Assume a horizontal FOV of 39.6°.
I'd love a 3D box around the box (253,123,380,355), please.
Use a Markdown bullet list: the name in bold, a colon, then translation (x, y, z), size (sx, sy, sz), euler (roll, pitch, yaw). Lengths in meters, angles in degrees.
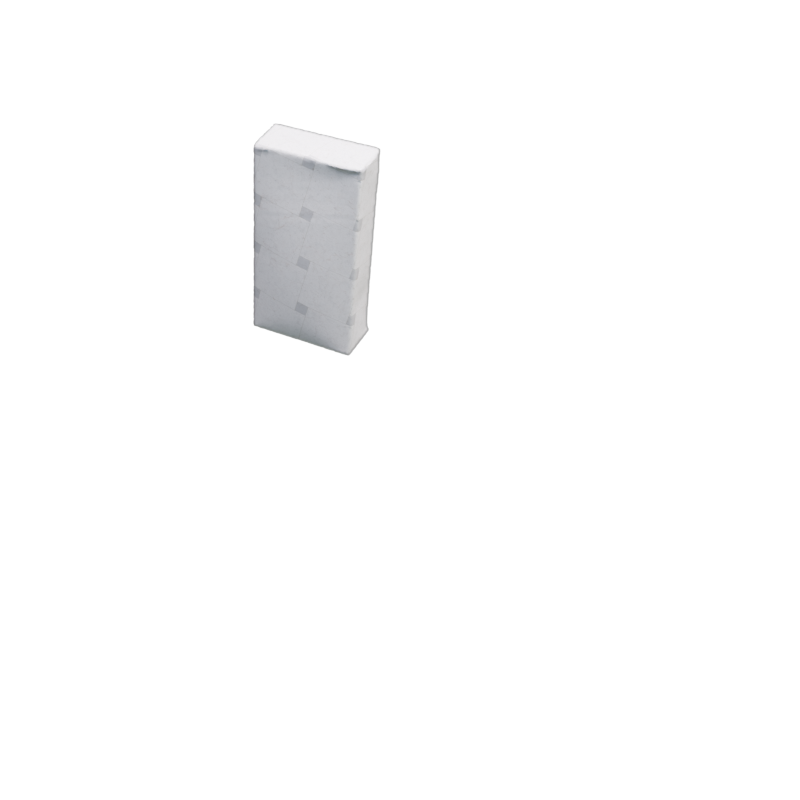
- **box**: translation (-0.070, -0.127, 0.888), size (0.097, 0.165, 0.050), euler (17, 40, 18)
